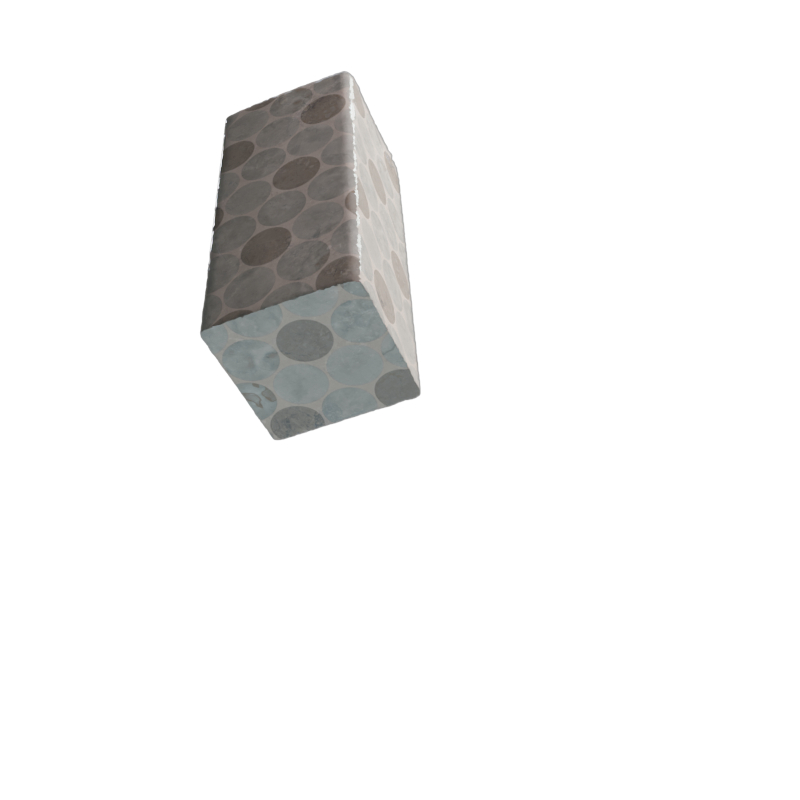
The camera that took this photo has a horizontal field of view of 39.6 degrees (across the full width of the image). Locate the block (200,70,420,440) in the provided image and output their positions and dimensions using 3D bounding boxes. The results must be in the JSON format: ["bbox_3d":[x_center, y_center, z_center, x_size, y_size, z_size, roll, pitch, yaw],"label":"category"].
[{"bbox_3d":[-0.050,-0.093,0.650,0.091,0.084,0.221,-19,41,13],"label":"block"}]
